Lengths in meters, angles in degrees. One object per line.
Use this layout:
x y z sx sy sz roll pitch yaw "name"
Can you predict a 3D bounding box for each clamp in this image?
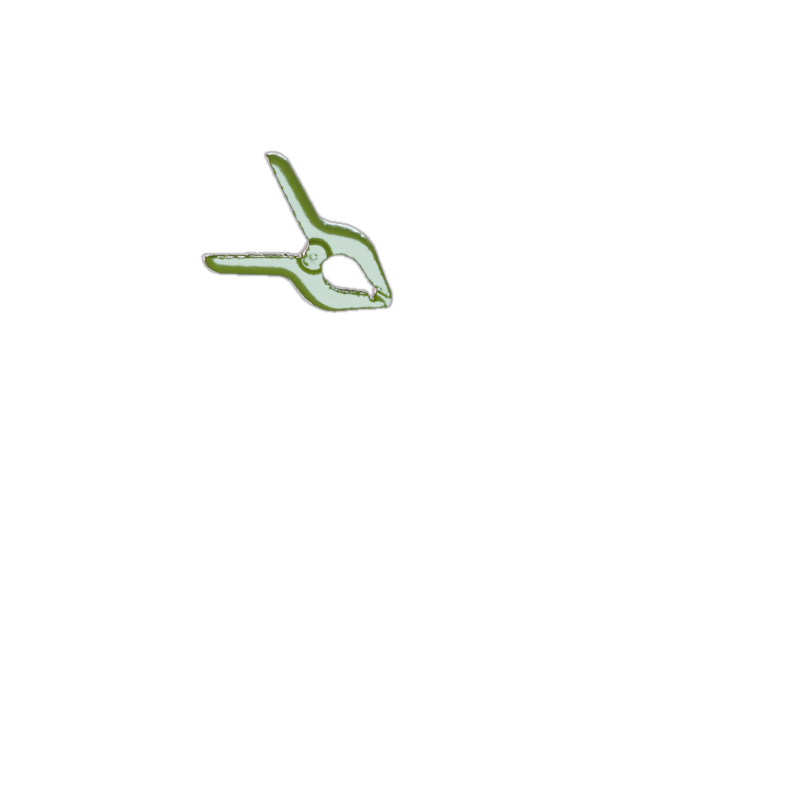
-0.078 -0.141 0.990 0.169 0.118 0.040 23 13 -6 "clamp"
